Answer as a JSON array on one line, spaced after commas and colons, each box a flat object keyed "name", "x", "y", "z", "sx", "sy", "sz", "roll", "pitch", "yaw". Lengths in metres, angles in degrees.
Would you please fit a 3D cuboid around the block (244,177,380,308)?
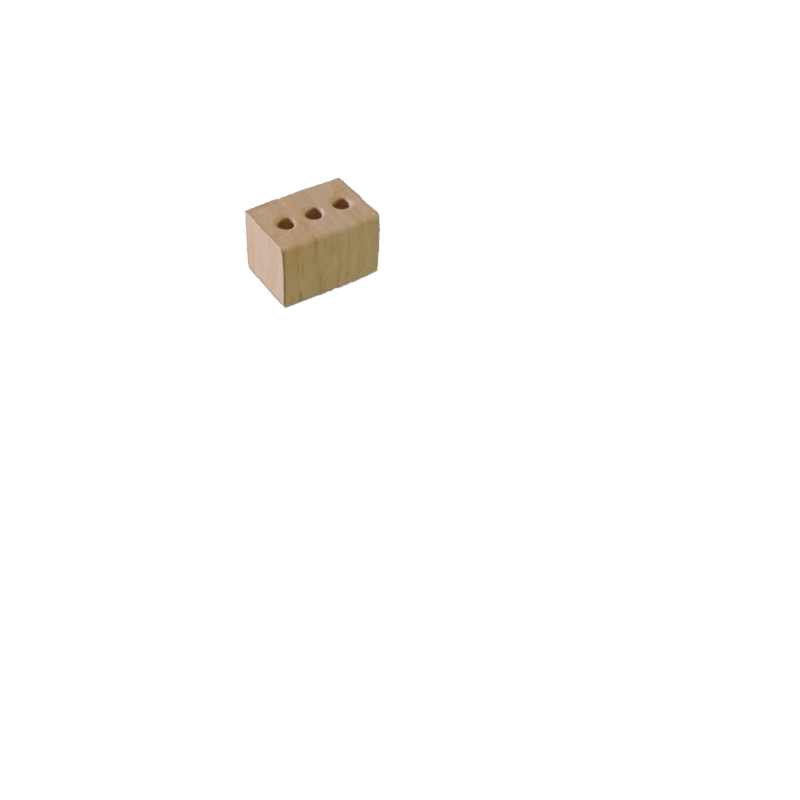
[{"name": "block", "x": -0.059, "y": -0.108, "z": 0.755, "sx": 0.077, "sy": 0.048, "sz": 0.057, "roll": -24, "pitch": 48, "yaw": -25}]
